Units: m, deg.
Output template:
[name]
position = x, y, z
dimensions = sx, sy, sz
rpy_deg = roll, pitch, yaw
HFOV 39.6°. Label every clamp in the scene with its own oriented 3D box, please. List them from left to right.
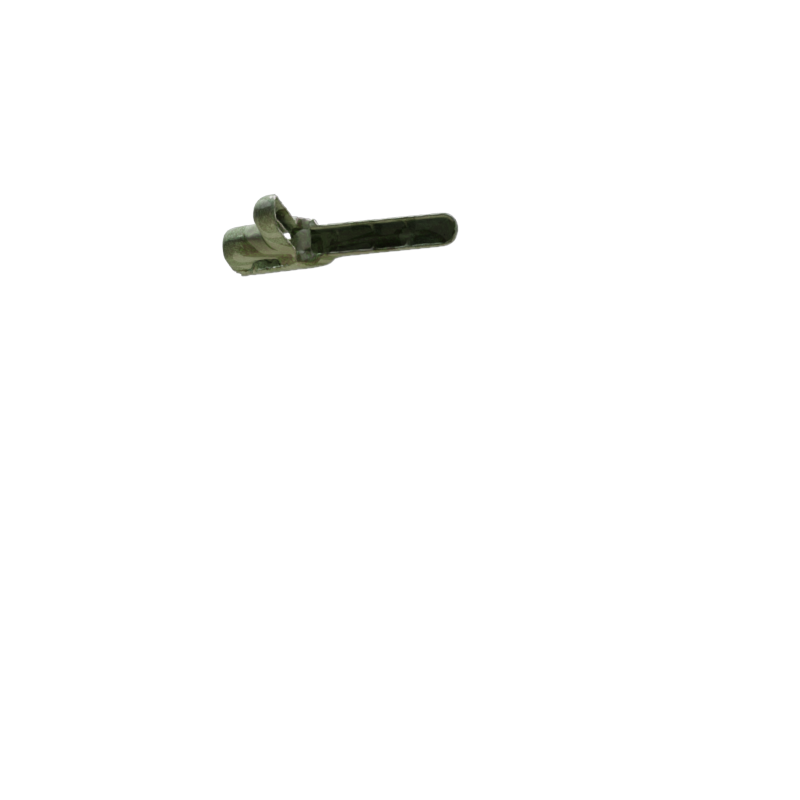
[clamp]
position = -0.067, -0.123, 0.860
dimensions = 0.159, 0.037, 0.213
rpy_deg = 1, -3, -26
